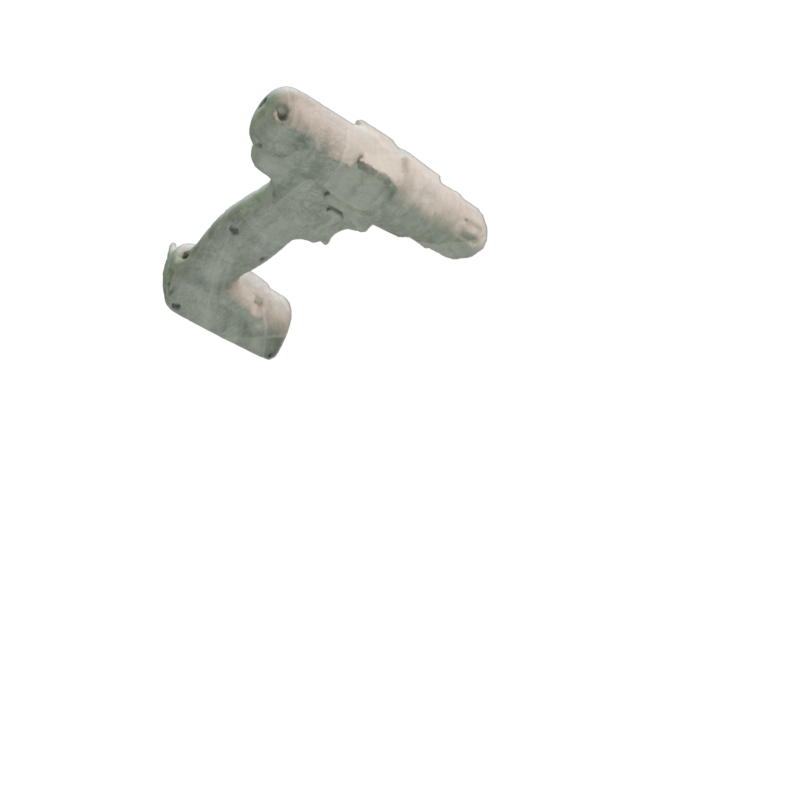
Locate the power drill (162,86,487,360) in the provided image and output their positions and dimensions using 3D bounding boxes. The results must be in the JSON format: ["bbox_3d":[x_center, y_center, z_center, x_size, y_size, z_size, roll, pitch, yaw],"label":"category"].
[{"bbox_3d":[-0.059,-0.108,0.758,0.175,0.062,0.184,31,-55,-25],"label":"power drill"}]
